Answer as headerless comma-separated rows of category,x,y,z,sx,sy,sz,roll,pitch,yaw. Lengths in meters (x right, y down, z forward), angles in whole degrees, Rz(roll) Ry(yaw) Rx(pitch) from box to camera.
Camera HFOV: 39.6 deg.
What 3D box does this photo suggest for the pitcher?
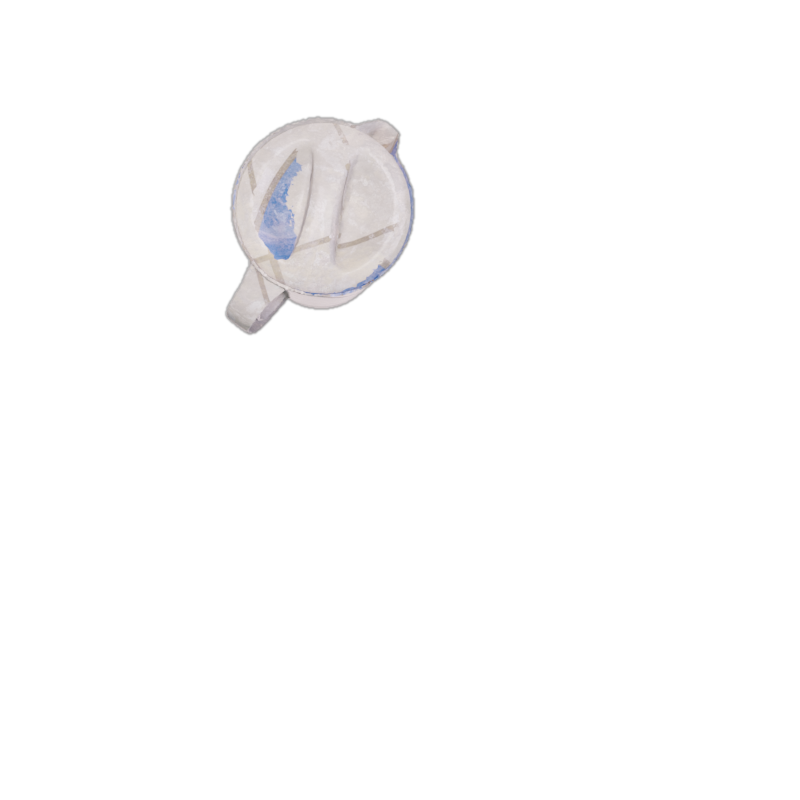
pitcher,-0.072,-0.131,0.916,0.149,0.147,0.240,-8,-3,-4
